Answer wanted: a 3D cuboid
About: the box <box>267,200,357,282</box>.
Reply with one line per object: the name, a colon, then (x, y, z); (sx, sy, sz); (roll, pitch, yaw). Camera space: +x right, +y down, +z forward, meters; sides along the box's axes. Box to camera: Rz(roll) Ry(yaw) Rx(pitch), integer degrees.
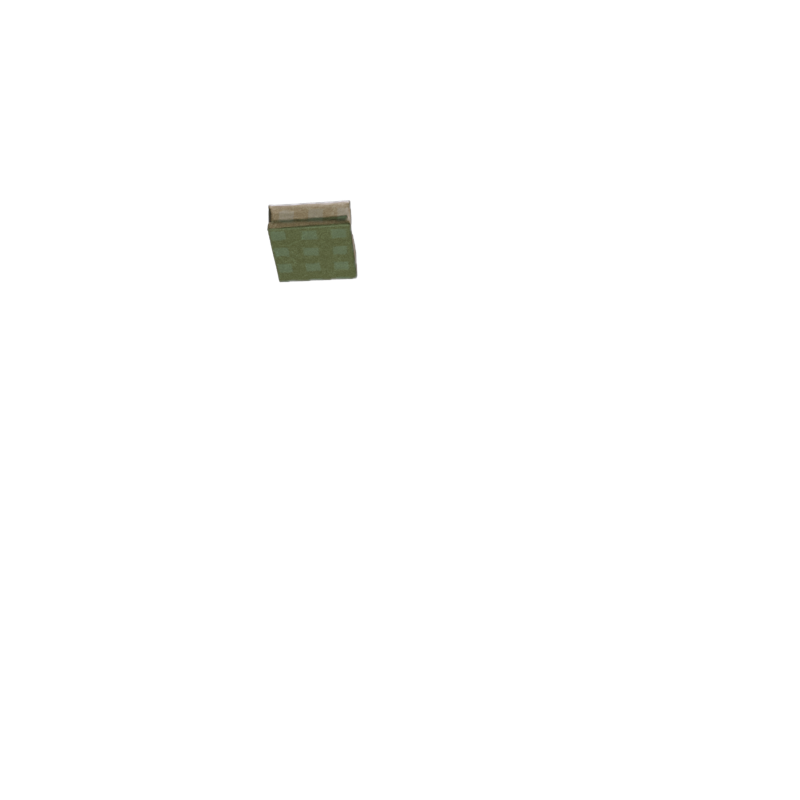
box: (-0.078, -0.142, 0.994); (0.073, 0.032, 0.083); (-2, -30, 3)
